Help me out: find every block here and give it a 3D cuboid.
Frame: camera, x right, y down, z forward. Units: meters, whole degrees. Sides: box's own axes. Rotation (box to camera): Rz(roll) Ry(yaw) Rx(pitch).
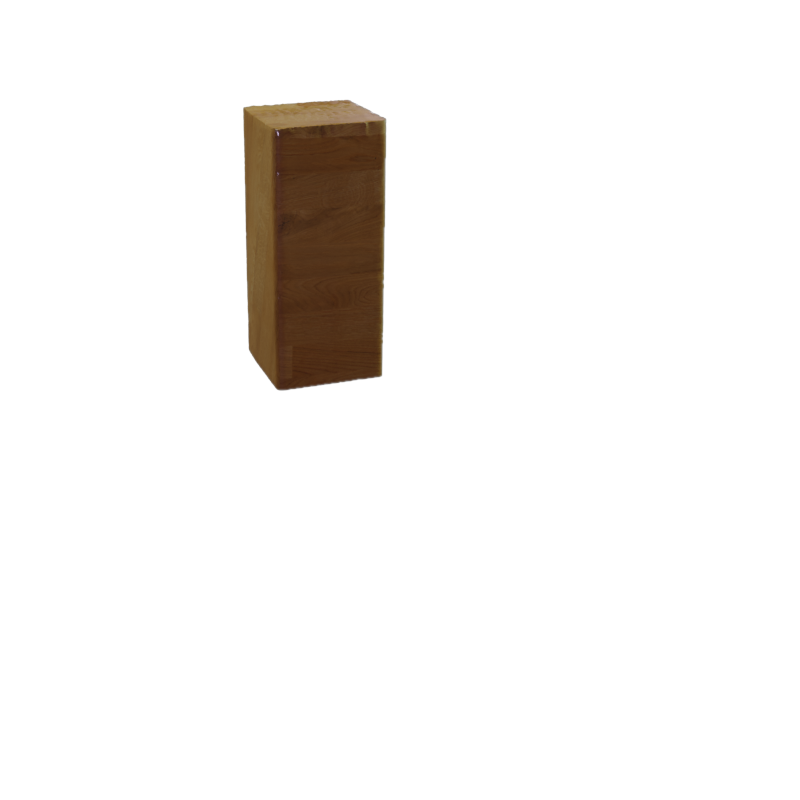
[{"bbox_3d":[-0.068,-0.124,0.869,0.089,0.197,0.096,-6,21,-19],"label":"block"}]
